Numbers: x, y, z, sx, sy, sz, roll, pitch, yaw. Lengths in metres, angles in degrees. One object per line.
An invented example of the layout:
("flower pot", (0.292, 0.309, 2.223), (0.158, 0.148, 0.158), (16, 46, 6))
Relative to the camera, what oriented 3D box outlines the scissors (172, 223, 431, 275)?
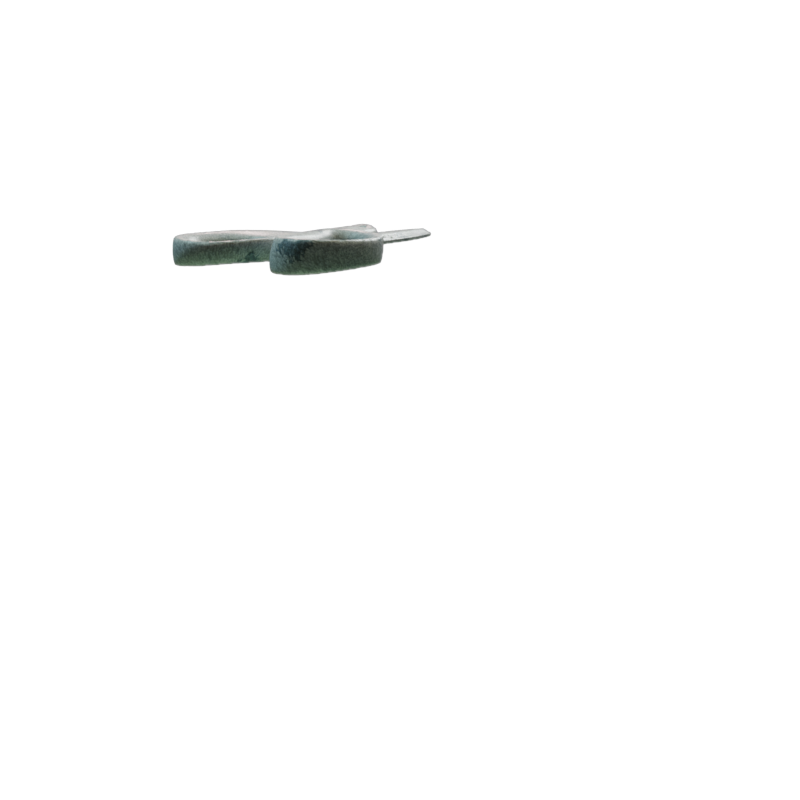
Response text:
("scissors", (-0.040, -0.073, 0.513), (0.097, 0.015, 0.203), (1, 11, 6))
